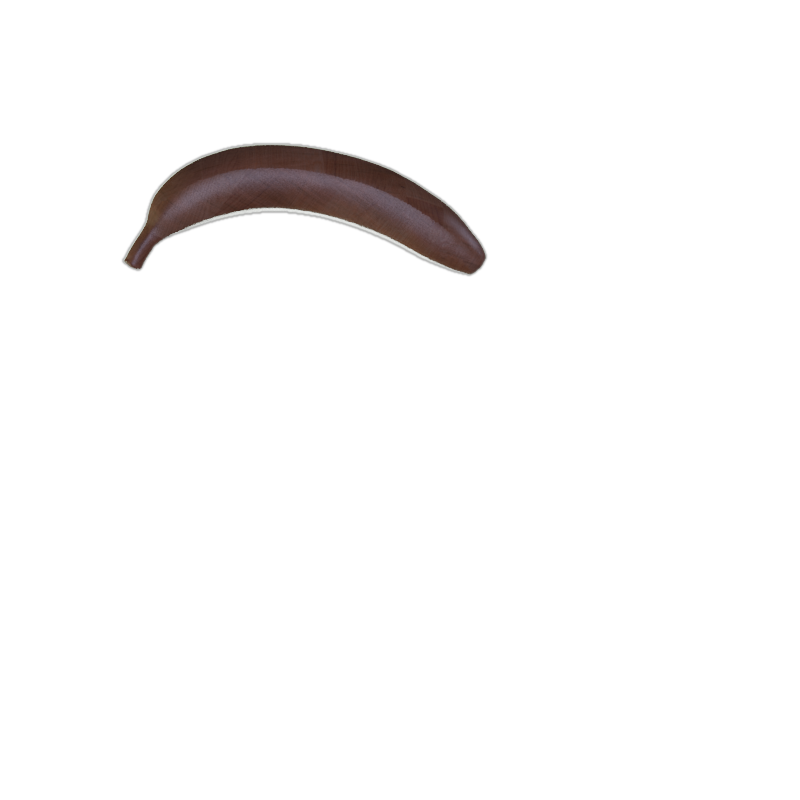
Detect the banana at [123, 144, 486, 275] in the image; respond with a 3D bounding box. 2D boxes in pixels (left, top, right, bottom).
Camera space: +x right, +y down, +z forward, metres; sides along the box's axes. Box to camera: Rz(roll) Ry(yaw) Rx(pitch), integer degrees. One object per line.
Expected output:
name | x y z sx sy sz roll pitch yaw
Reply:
banana | -0.051 -0.105 0.610 0.197 0.068 0.038 1 10 0
